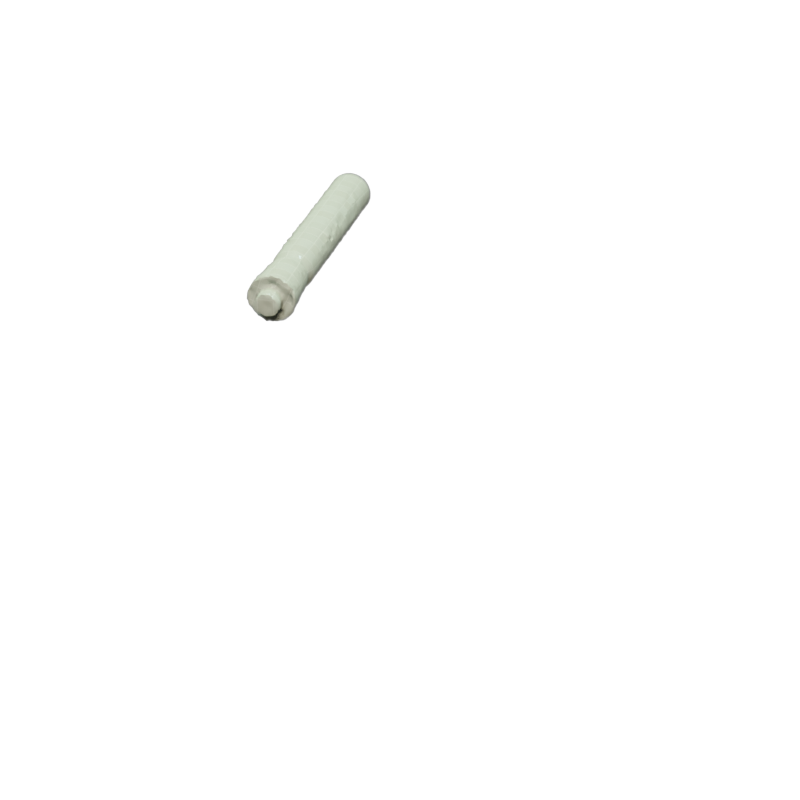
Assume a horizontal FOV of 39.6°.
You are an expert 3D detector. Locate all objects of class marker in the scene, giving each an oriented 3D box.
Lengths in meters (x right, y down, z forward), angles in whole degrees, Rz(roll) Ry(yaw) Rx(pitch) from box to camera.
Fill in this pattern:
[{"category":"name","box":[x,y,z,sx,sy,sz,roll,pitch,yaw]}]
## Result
[{"category":"marker","box":[-0.035,-0.065,0.453,0.020,0.019,0.125,0,29,14]}]
